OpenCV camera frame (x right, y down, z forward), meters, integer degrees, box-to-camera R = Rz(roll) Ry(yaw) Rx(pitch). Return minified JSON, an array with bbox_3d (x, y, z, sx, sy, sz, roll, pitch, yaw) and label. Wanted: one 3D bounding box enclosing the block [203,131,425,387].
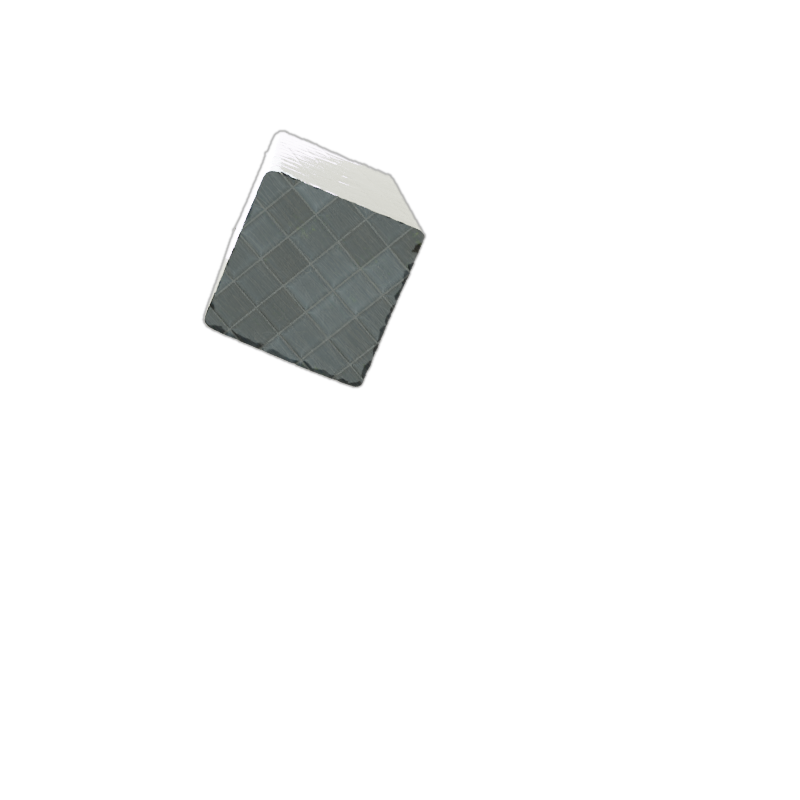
[{"bbox_3d":[-0.052,-0.094,0.658,0.089,0.089,0.214,21,15,-10],"label":"block"}]
